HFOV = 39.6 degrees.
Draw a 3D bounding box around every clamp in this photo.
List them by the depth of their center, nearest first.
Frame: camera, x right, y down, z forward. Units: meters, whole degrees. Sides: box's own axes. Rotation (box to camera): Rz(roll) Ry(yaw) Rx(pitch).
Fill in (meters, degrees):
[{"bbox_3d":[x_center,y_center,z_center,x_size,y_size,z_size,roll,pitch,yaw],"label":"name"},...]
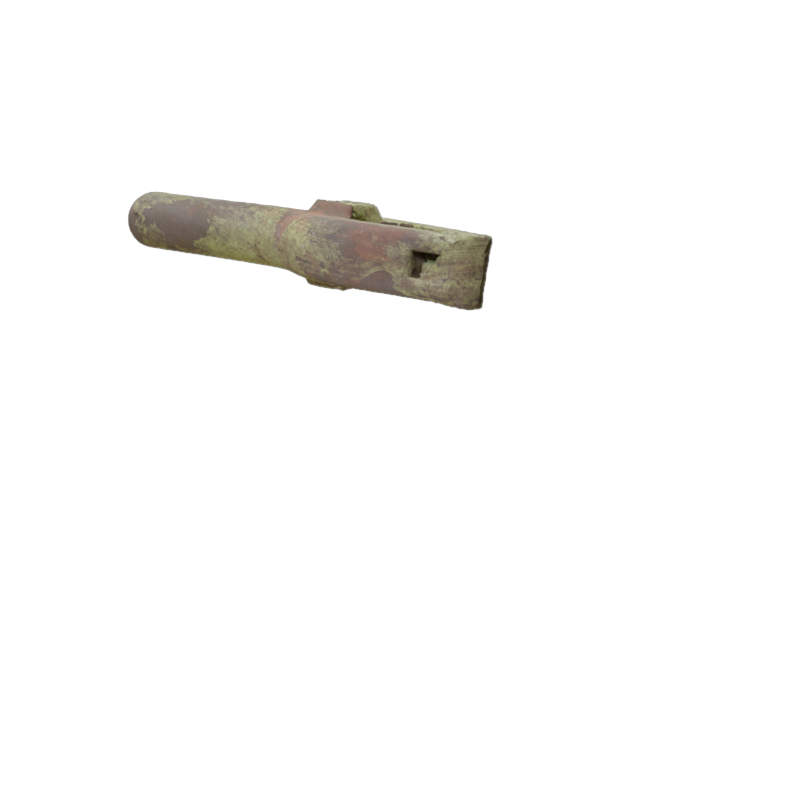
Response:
[{"bbox_3d":[-0.036,-0.065,0.456,0.117,0.038,0.180,-6,14,-29],"label":"clamp"}]
